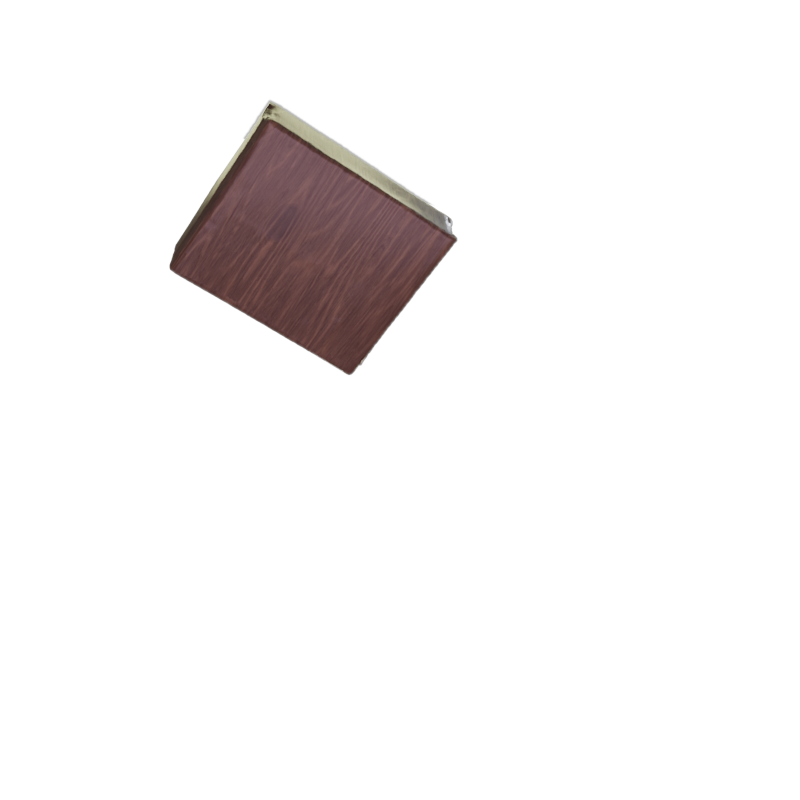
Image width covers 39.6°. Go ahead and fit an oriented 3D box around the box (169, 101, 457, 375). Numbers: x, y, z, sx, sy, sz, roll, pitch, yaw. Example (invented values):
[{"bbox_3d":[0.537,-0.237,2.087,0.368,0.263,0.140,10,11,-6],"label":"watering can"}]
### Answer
[{"bbox_3d":[-0.034,-0.062,0.438,0.087,0.071,0.032,31,20,-13],"label":"box"}]
